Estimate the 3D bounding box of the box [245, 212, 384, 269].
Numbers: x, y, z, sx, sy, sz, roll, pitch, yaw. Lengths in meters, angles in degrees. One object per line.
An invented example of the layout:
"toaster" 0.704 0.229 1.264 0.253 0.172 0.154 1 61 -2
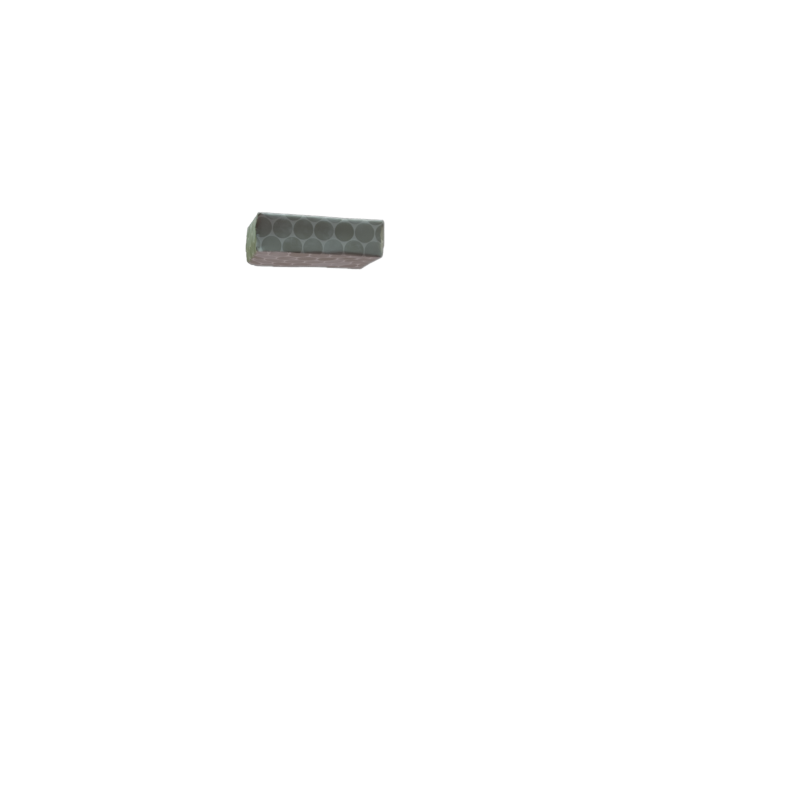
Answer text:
"box" -0.077 -0.140 0.984 0.112 0.039 0.090 0 -2 -11
